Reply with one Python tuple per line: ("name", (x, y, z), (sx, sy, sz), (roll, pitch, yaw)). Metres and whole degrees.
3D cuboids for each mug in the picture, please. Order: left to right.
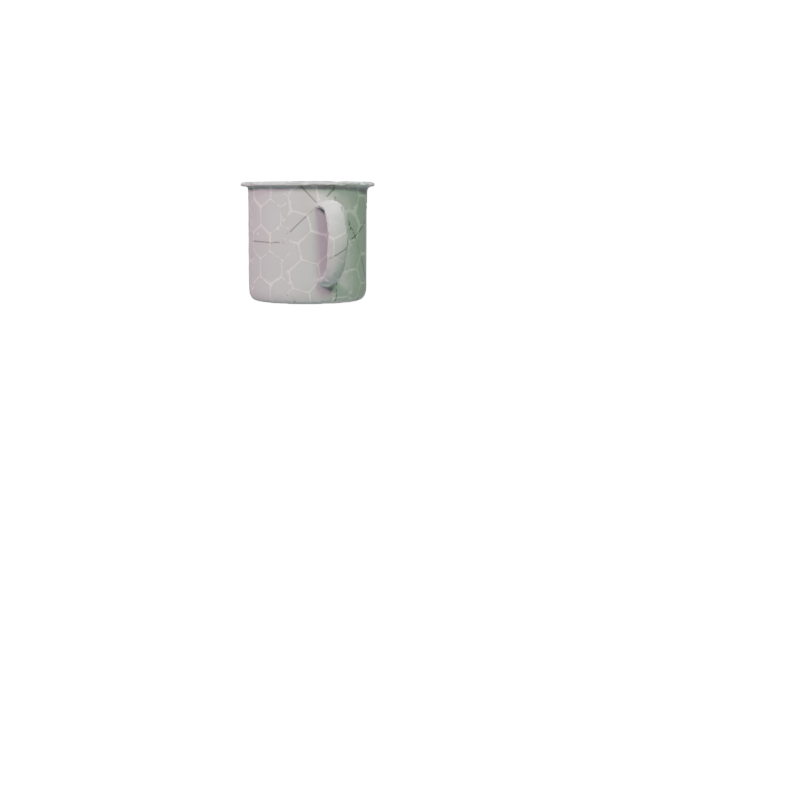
("mug", (-0.059, -0.108, 0.757), (0.091, 0.081, 0.121), (-2, 8, -22))
